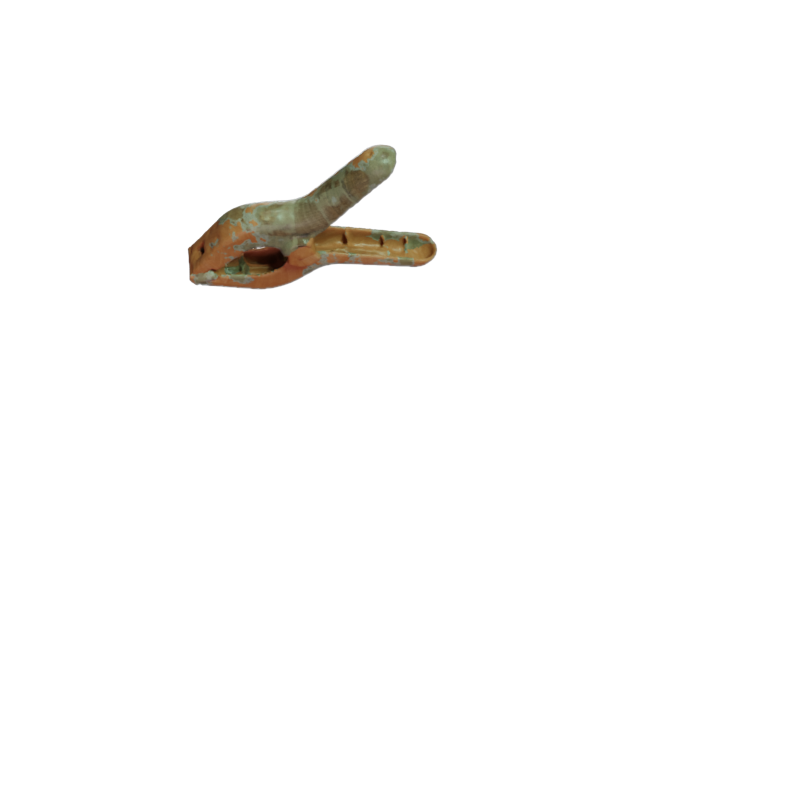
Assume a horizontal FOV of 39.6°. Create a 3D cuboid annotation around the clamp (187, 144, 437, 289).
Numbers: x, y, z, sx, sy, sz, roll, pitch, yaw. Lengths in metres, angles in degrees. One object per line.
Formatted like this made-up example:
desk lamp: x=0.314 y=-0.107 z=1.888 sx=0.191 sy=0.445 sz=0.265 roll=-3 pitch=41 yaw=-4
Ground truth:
clamp: x=-0.060 y=-0.109 z=0.763 sx=0.173 sy=0.042 sz=0.111 roll=-16 pitch=-40 yaw=20
